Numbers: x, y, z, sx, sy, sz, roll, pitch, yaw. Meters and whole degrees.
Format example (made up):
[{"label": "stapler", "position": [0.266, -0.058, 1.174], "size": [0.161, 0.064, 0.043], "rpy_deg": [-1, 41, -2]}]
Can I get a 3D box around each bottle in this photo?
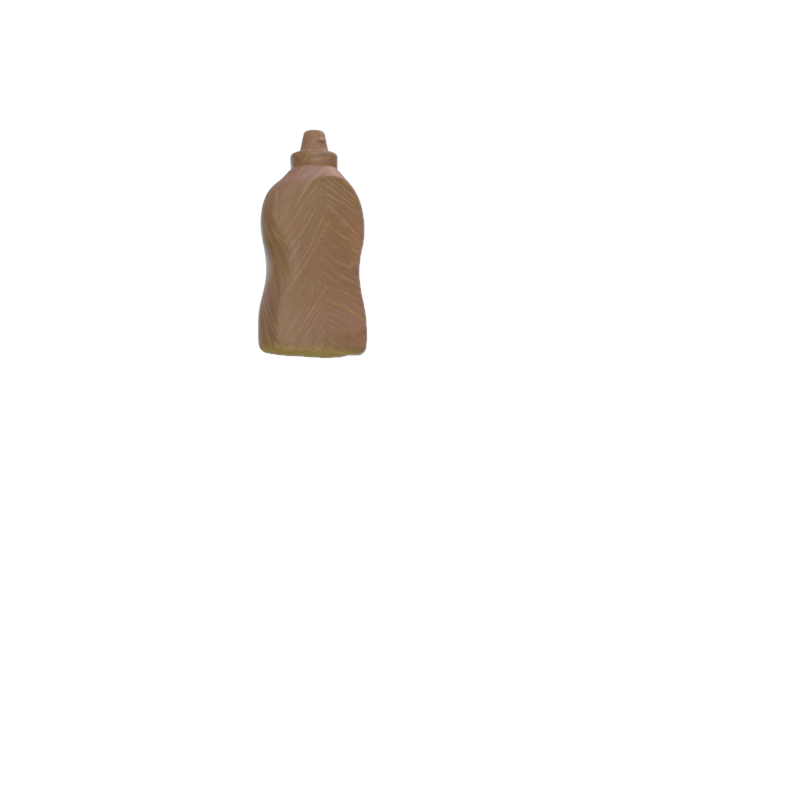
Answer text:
[{"label": "bottle", "position": [-0.073, -0.134, 0.938], "size": [0.092, 0.196, 0.060], "rpy_deg": [6, -12, -37]}]
